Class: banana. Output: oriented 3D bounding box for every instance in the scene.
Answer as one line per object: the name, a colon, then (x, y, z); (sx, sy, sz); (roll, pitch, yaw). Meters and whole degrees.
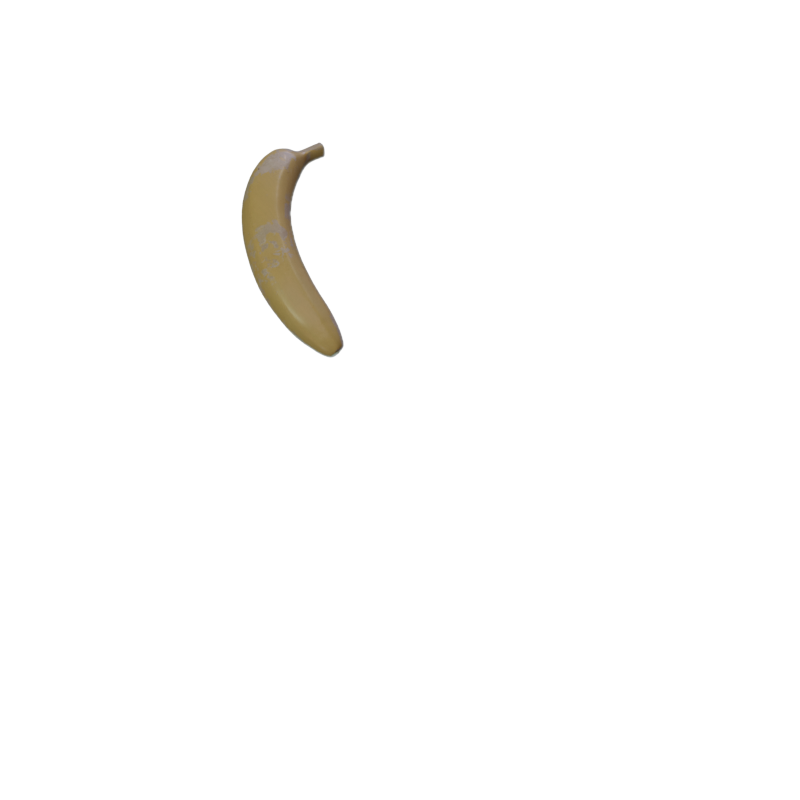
banana: (-0.084, -0.122, 0.836); (0.069, 0.212, 0.034); (-4, -31, -3)
